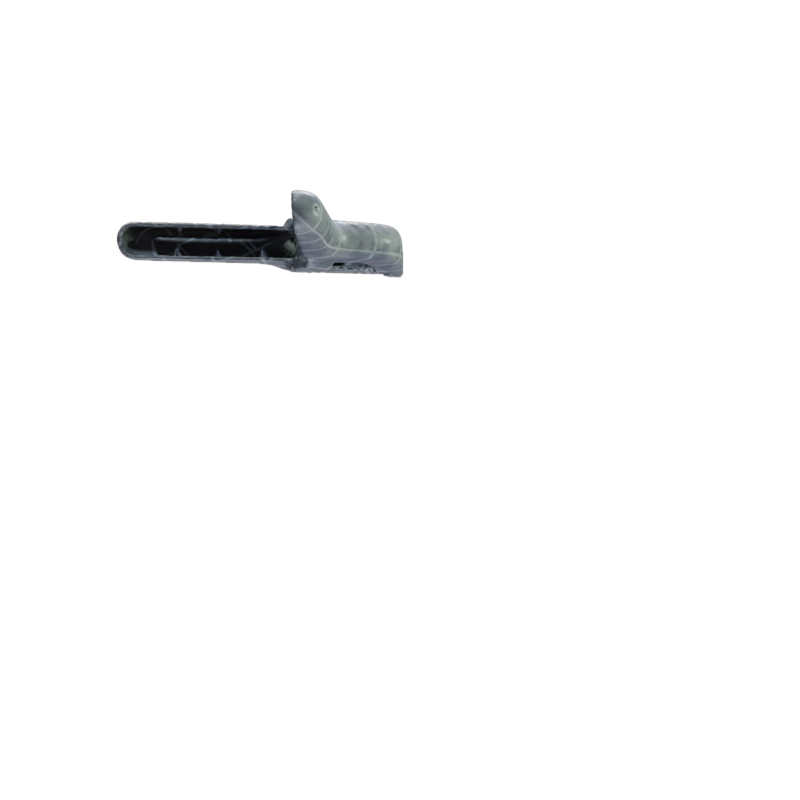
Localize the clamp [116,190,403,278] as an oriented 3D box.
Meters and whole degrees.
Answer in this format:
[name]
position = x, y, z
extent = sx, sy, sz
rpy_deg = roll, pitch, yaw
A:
[clamp]
position = -0.058, -0.105, 0.737
extent = 0.201, 0.037, 0.170
rpy_deg = 1, -1, -45
